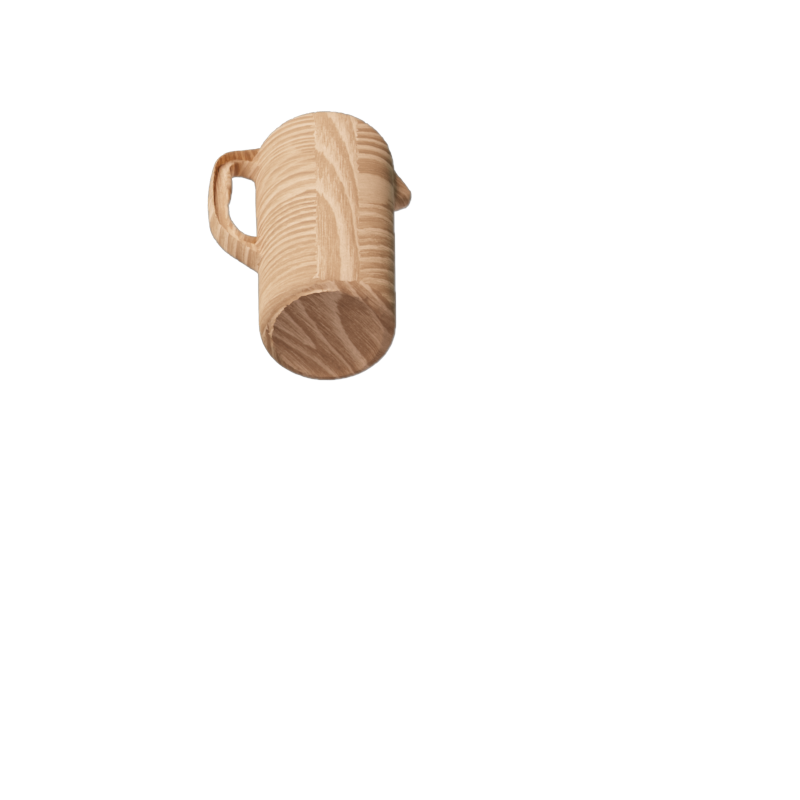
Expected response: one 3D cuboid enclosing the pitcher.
[{"bbox_3d":[-0.075,-0.136,0.954,0.149,0.135,0.260,-24,37,16],"label":"pitcher"}]
